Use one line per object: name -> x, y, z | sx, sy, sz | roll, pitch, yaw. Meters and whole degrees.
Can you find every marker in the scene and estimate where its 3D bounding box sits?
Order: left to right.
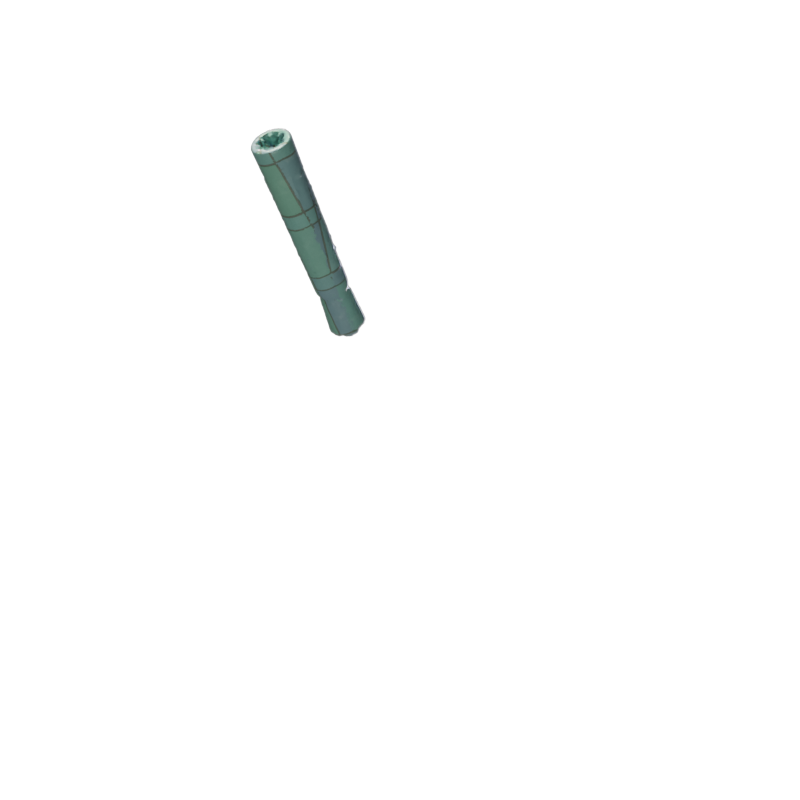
marker -> -0.041, -0.075, 0.522 | 0.020, 0.112, 0.021 | -14, 41, 10
